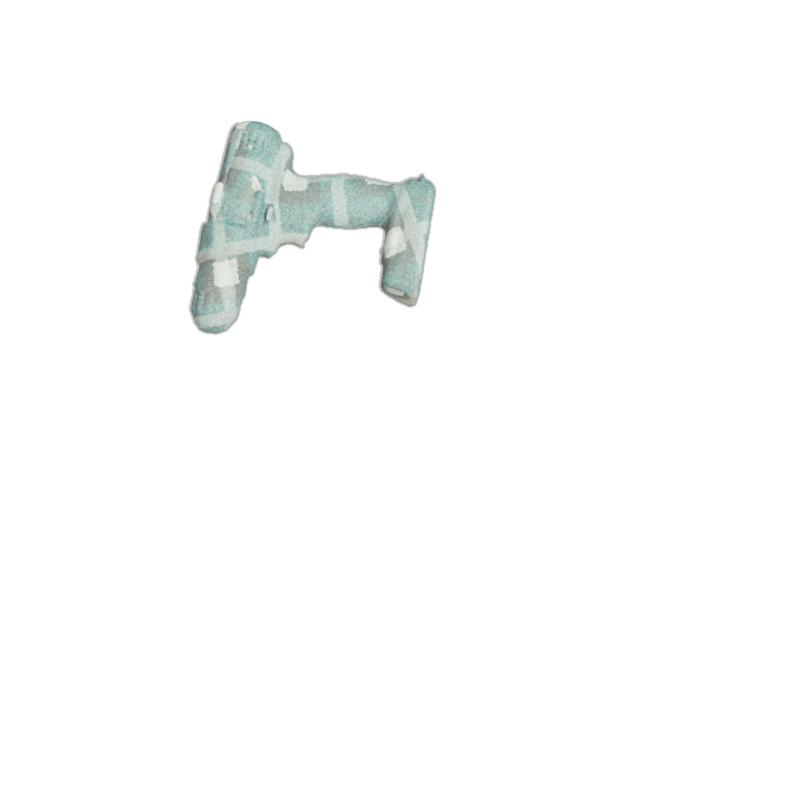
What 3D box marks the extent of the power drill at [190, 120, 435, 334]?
[{"bbox_3d":[-0.072,-0.132,0.921,0.188,0.189,0.056,11,-12,2],"label":"power drill"}]
